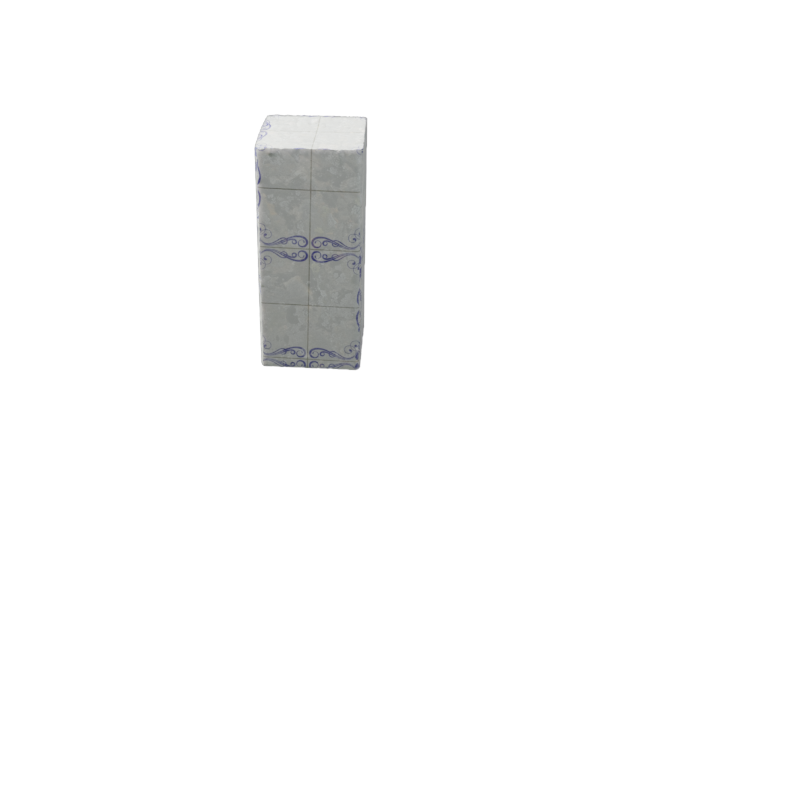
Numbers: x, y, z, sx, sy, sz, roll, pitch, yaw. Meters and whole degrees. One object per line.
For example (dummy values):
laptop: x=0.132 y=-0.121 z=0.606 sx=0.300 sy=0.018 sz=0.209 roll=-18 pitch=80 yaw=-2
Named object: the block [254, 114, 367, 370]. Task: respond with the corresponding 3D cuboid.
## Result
block: x=-0.077 y=-0.139 z=0.976 sx=0.091 sy=0.195 sz=0.095 roll=3 pitch=27 yaw=2
